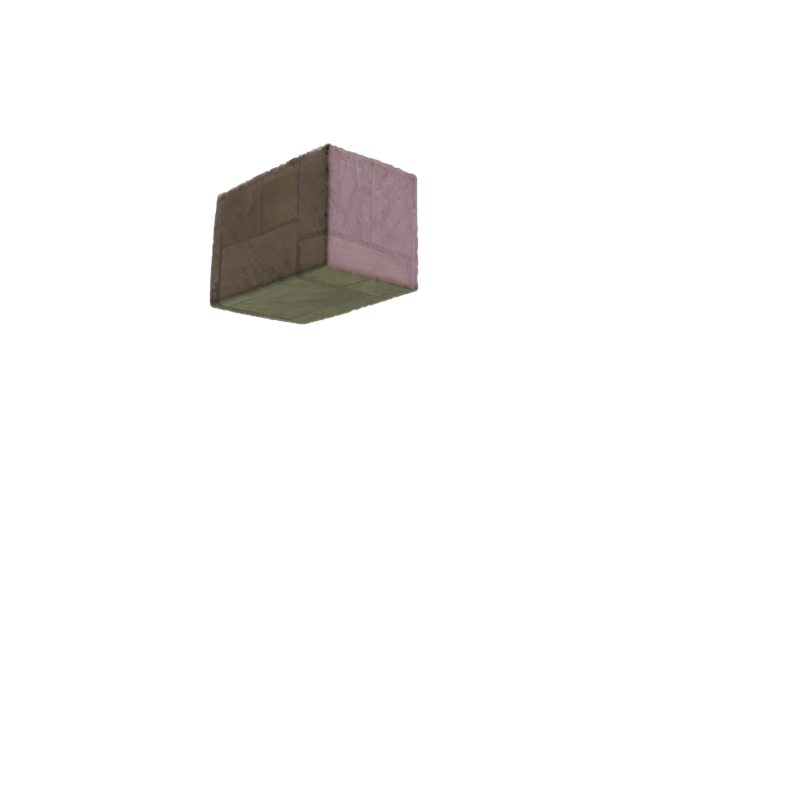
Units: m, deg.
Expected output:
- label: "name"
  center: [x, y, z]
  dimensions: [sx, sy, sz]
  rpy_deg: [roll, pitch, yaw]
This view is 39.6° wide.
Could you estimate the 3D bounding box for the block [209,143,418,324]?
- label: "block"
  center: [-0.037, -0.067, 0.468]
  dimensions: [0.050, 0.053, 0.079]
  rpy_deg: [13, -19, -42]
